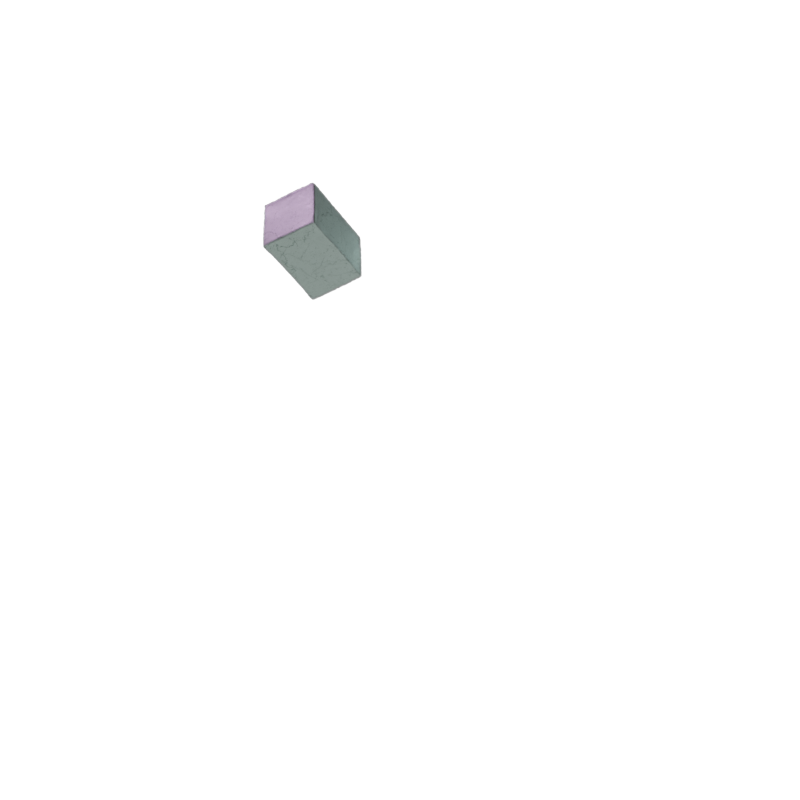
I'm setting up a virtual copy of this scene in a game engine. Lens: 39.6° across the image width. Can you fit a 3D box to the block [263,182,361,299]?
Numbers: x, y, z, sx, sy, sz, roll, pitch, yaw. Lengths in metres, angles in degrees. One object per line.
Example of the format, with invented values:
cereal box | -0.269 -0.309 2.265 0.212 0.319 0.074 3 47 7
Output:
block | -0.074 -0.135 0.947 0.053 0.055 0.072 -23 -47 21
